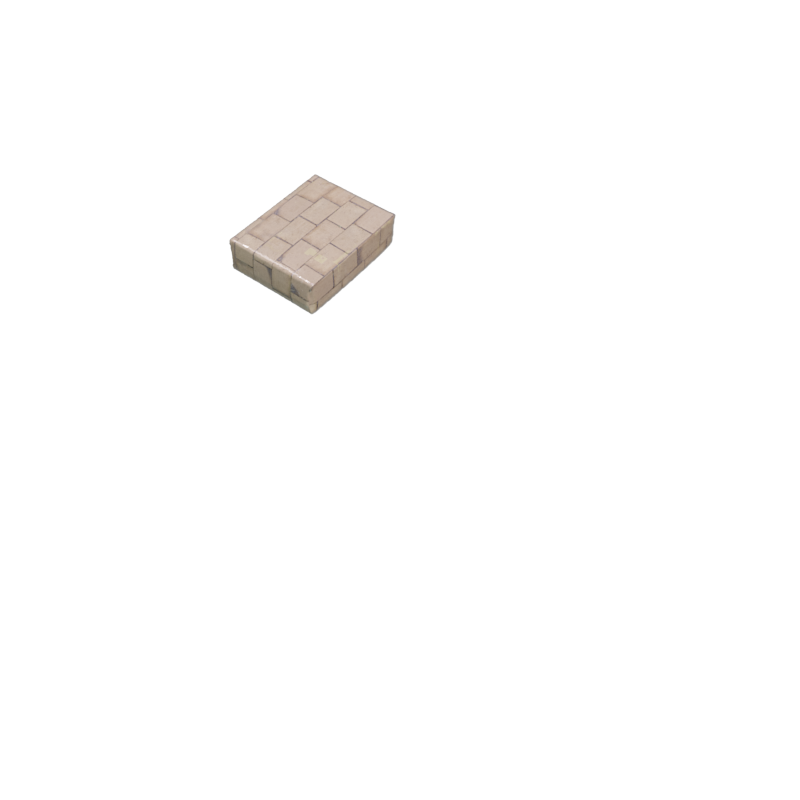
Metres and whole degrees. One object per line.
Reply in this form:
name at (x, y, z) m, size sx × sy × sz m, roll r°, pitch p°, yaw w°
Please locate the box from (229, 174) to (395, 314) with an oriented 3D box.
box at (-0.072, -0.132, 0.927) m, size 0.095 × 0.036 × 0.115 m, roll 29°, pitch 52°, yaw 25°
